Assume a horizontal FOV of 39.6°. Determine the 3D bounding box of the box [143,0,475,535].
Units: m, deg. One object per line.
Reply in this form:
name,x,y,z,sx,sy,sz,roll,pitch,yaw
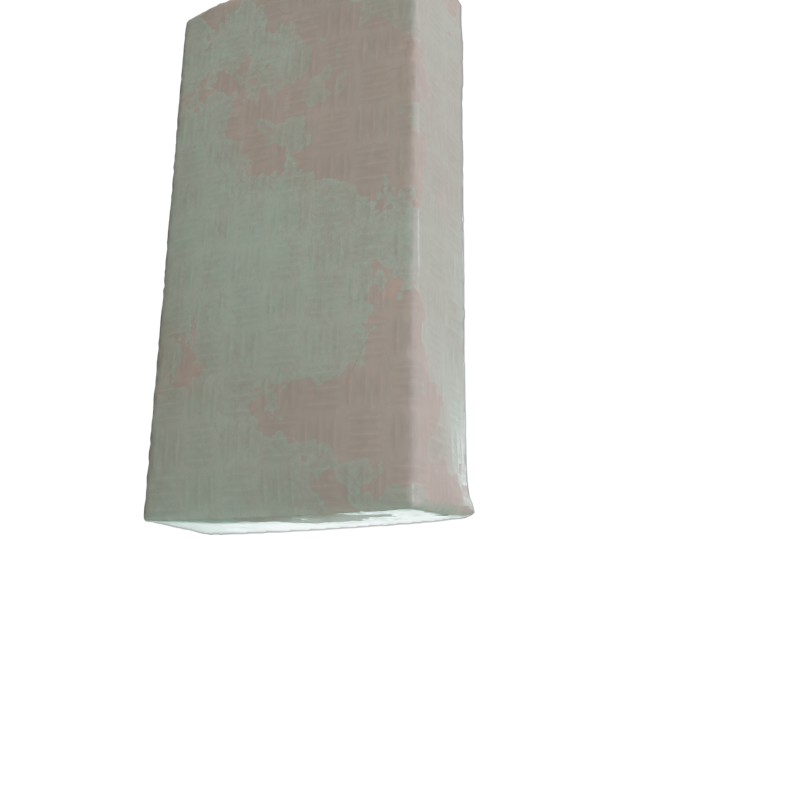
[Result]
box,-0.028,-0.050,0.353,0.095,0.184,0.045,-10,-20,26
